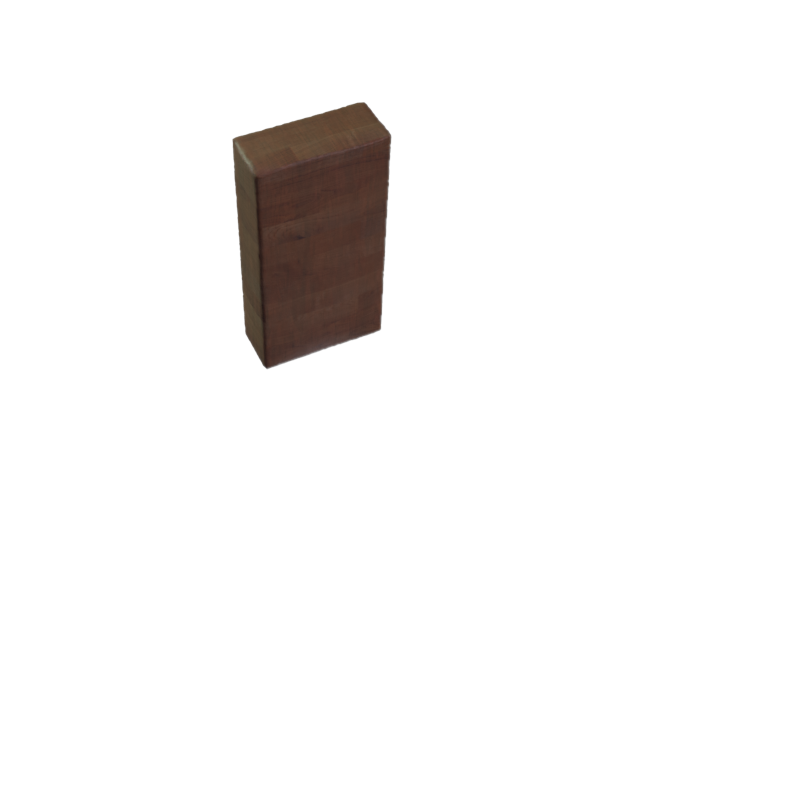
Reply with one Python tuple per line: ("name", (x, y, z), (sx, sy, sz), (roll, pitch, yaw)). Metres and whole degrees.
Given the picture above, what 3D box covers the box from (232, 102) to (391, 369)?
("box", (-0.057, -0.104, 0.729), (0.092, 0.052, 0.164), (-19, -36, -19))
